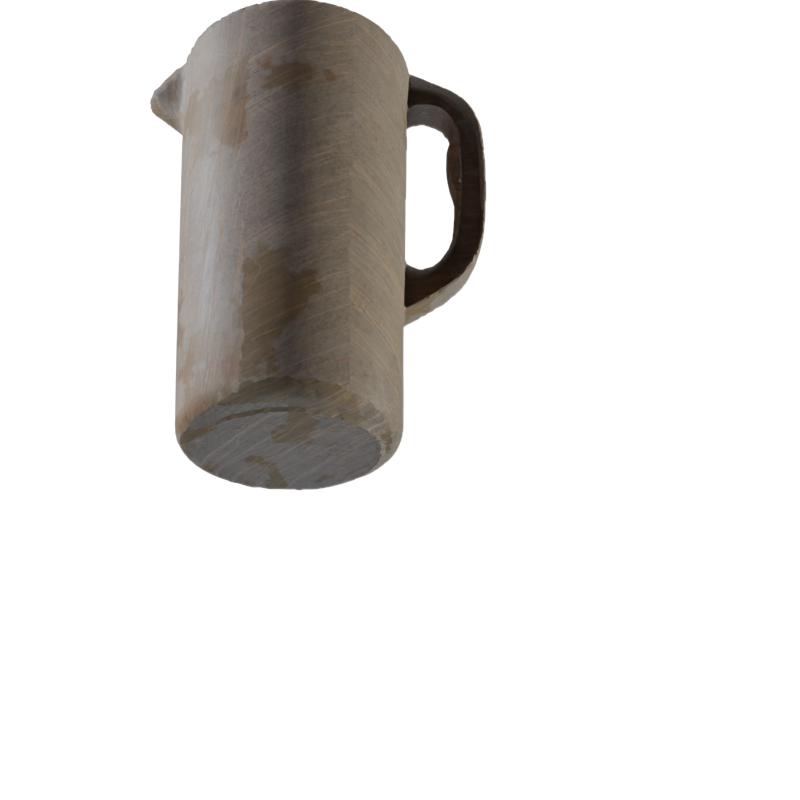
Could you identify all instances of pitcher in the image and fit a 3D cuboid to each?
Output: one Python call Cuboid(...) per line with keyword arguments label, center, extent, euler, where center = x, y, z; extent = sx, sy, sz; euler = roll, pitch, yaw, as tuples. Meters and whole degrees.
Cuboid(label="pitcher", center=(-0.046, -0.084, 0.586), extent=(0.150, 0.259, 0.135), euler=(-25, -39, 32))
